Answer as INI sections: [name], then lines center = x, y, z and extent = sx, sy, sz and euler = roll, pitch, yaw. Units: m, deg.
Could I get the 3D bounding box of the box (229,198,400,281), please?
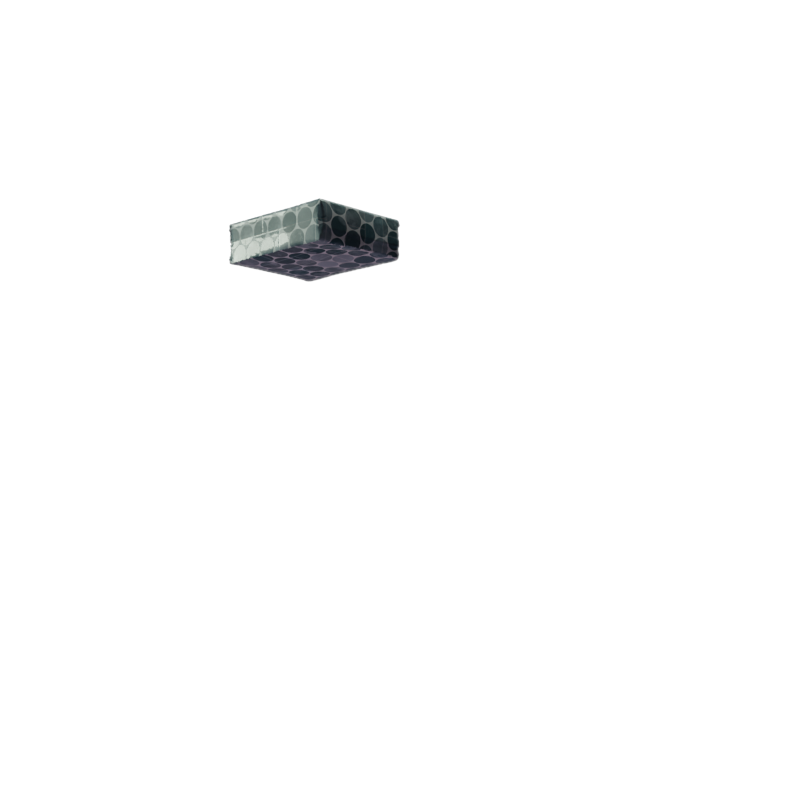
[box]
center = -0.070, -0.129, 0.902
extent = 0.116, 0.040, 0.085
euler = -9, -13, 43
